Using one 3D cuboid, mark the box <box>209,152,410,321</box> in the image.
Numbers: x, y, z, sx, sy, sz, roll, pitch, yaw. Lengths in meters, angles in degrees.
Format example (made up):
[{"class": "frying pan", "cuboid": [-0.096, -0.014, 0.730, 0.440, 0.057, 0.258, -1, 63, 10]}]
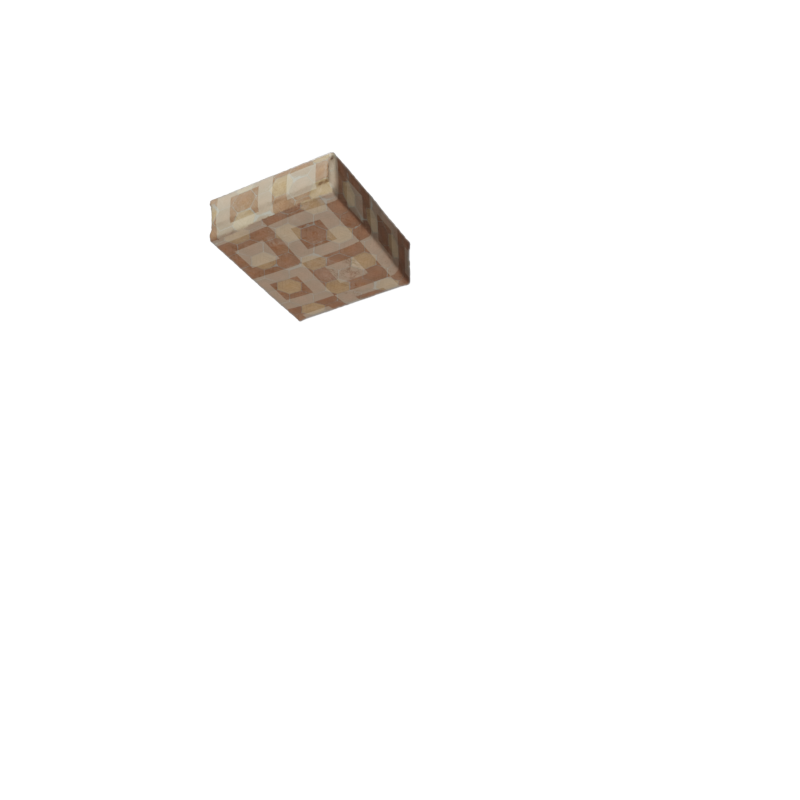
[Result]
[{"class": "box", "cuboid": [-0.056, -0.102, 0.713, 0.091, 0.042, 0.105, -17, -37, 23]}]
